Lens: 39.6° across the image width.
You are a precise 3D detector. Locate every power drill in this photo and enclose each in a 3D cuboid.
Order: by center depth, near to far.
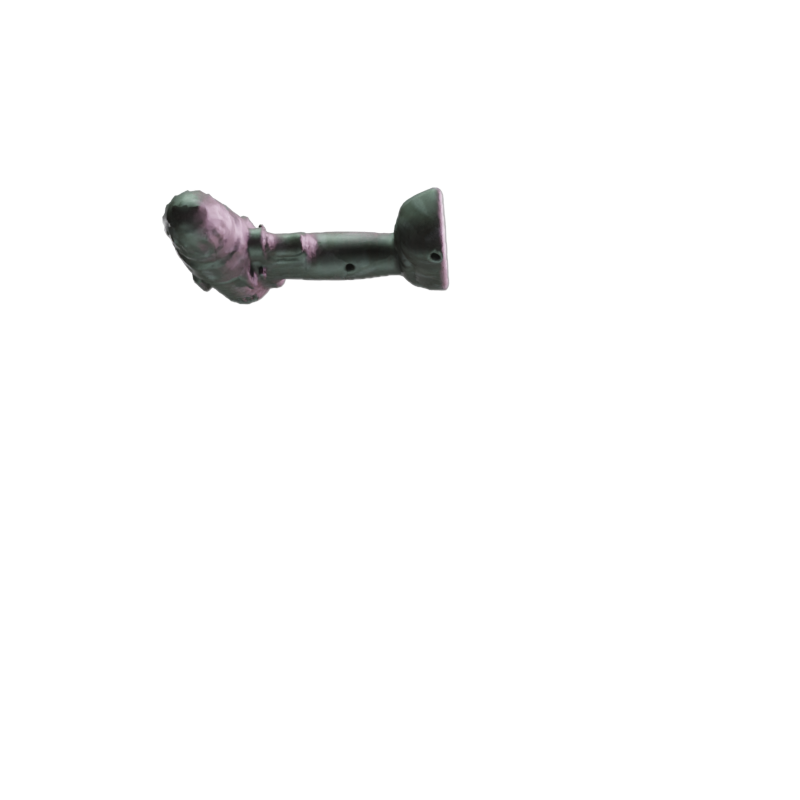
[{"bbox_3d":[-0.061,-0.112,0.781,0.189,0.059,0.178,-1,-7,7],"label":"power drill"}]
